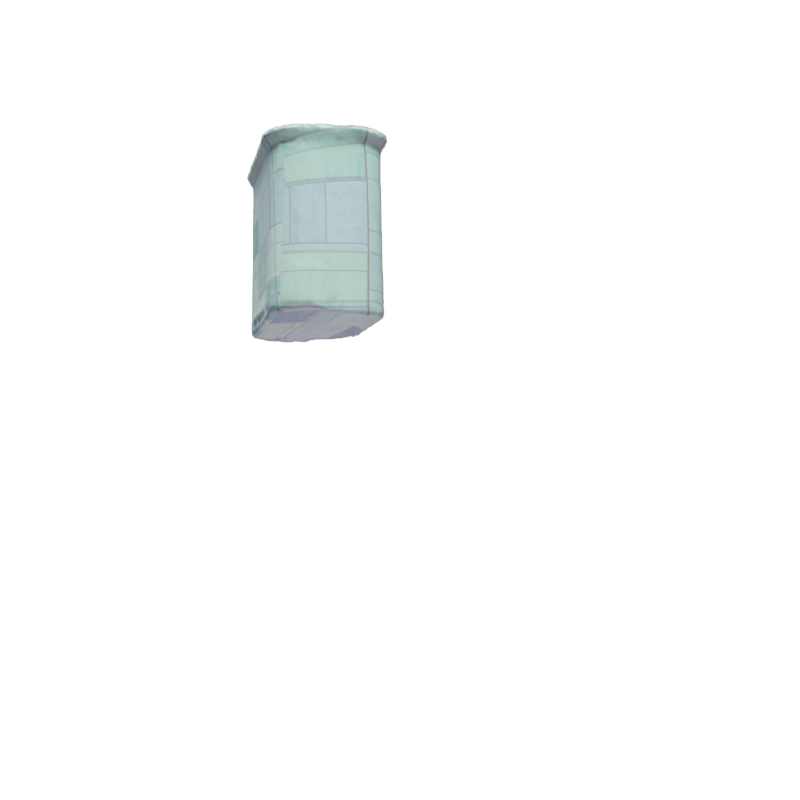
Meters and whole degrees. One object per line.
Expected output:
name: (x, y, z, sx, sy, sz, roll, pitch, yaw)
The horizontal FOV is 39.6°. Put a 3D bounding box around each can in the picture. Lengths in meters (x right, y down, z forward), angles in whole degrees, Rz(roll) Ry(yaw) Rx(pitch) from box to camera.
can: (-0.041, -0.075, 0.525, 0.057, 0.086, 0.101, 2, -8, -13)
